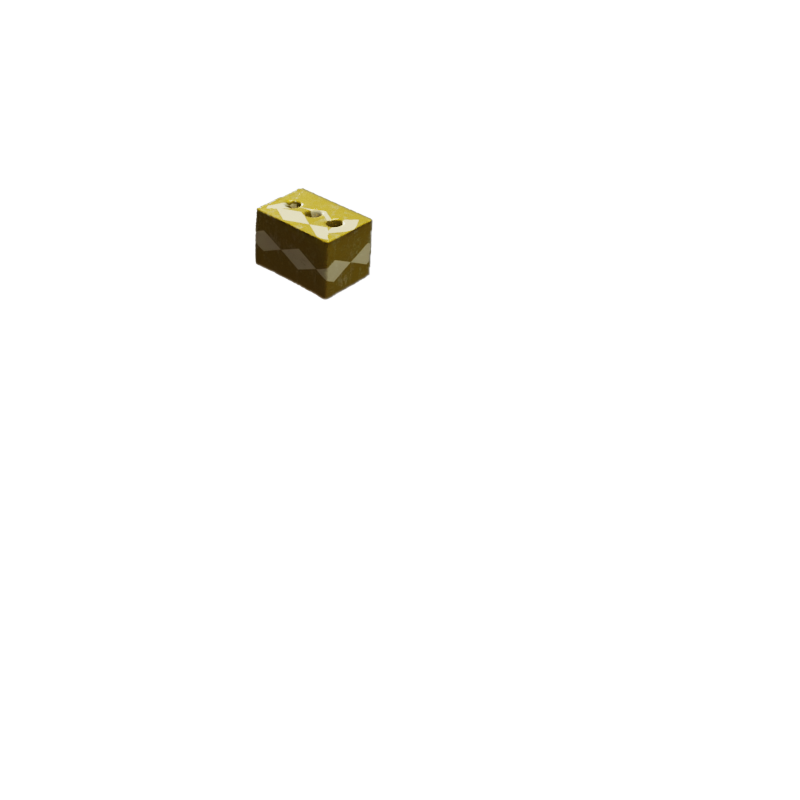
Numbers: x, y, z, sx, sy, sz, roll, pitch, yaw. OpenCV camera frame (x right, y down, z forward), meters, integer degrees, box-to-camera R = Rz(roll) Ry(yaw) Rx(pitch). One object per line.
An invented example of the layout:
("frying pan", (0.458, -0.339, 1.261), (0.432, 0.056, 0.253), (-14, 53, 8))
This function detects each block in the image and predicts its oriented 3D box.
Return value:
("block", (-0.067, -0.122, 0.851), (0.083, 0.048, 0.053), (28, 42, 33))
